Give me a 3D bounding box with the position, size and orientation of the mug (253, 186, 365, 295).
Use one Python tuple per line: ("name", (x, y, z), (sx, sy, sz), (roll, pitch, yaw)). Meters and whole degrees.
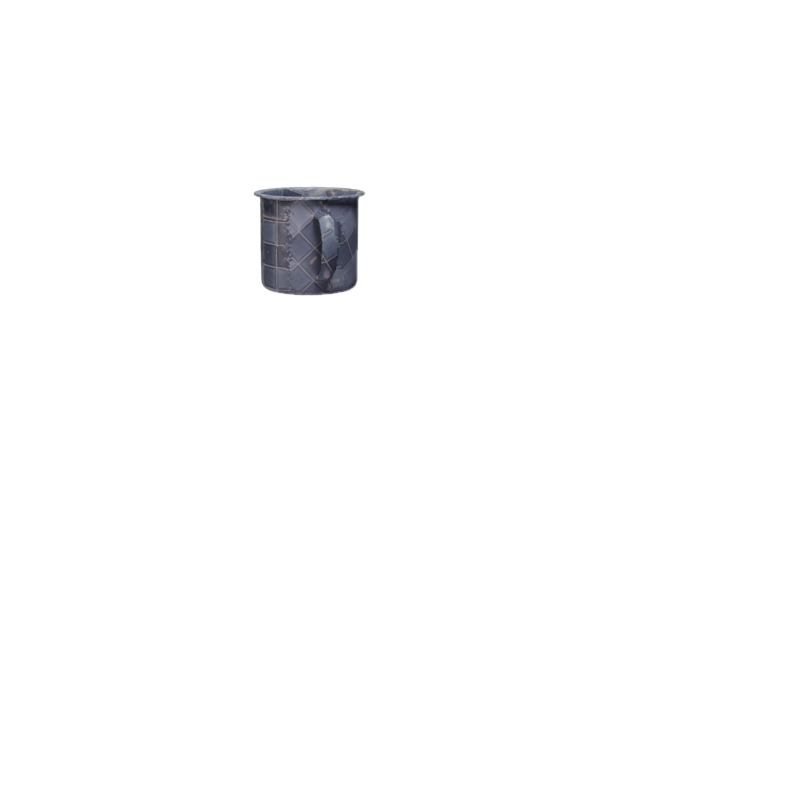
("mug", (-0.072, -0.131, 0.918), (0.091, 0.079, 0.123), (-4, 14, -19))
